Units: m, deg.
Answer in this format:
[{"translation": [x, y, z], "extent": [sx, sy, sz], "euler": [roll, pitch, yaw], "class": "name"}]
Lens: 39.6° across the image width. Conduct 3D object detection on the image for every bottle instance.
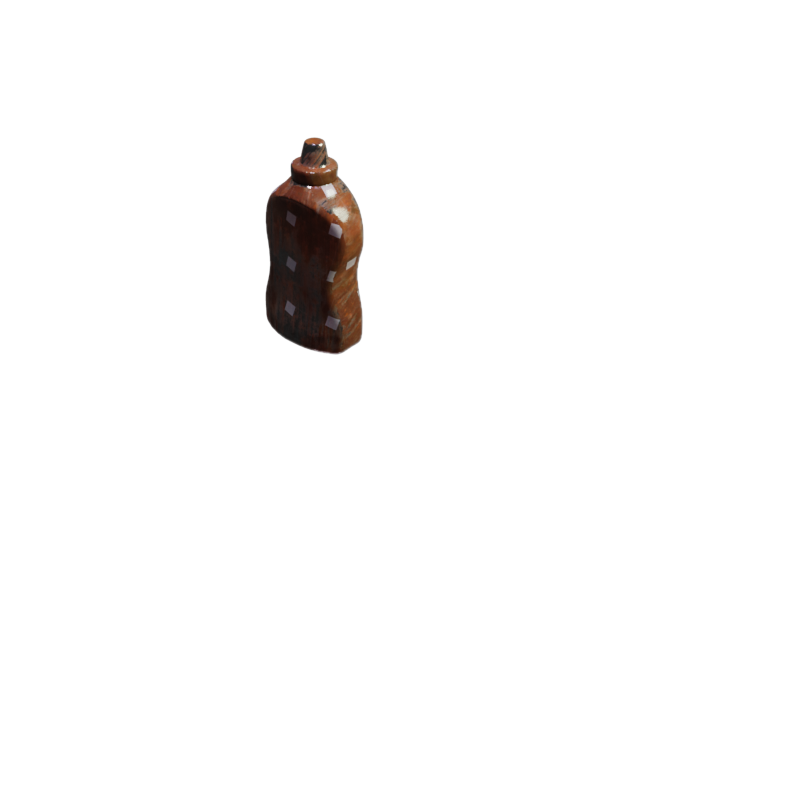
[{"translation": [-0.077, -0.141, 0.984], "extent": [0.102, 0.181, 0.058], "euler": [26, 37, 35], "class": "bottle"}]
